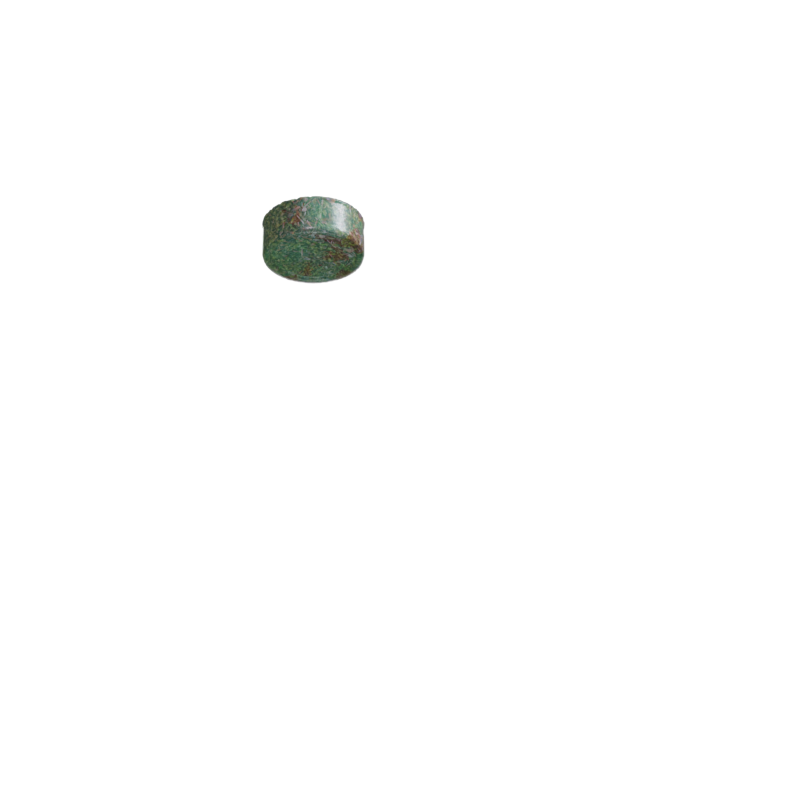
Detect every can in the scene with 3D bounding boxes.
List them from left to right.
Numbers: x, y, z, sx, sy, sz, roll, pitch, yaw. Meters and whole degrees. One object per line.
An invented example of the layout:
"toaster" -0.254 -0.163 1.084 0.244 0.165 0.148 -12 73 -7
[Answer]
"can" -0.072 -0.132 0.921 0.086 0.036 0.081 1 -27 -2
